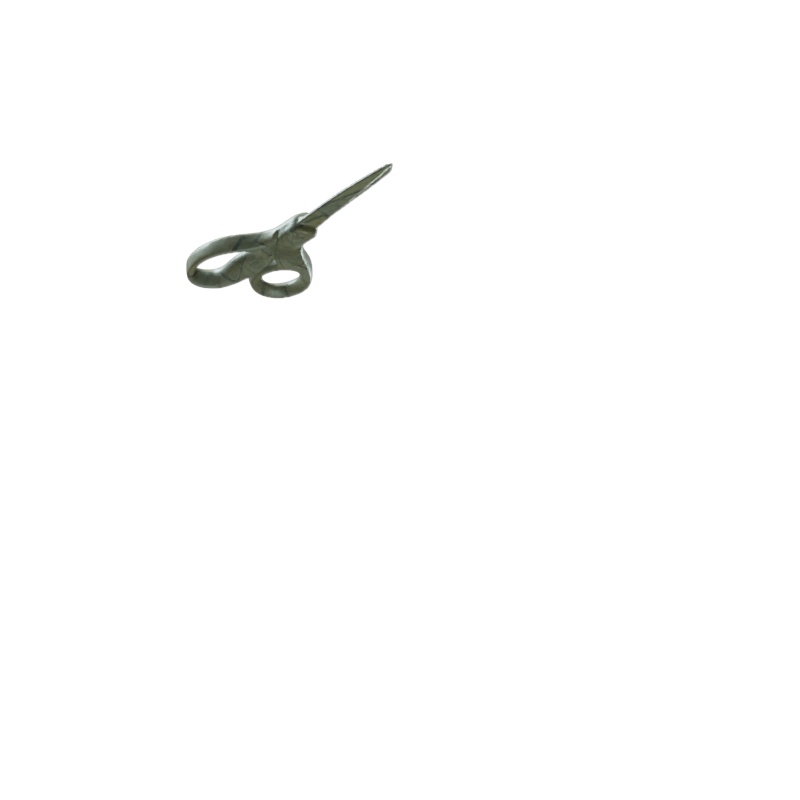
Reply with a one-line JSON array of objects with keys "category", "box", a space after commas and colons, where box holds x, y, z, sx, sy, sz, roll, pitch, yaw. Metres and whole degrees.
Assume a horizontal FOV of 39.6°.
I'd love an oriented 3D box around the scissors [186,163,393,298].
[{"category": "scissors", "box": [-0.058, -0.105, 0.736, 0.204, 0.017, 0.090, -15, -24, 36]}]
